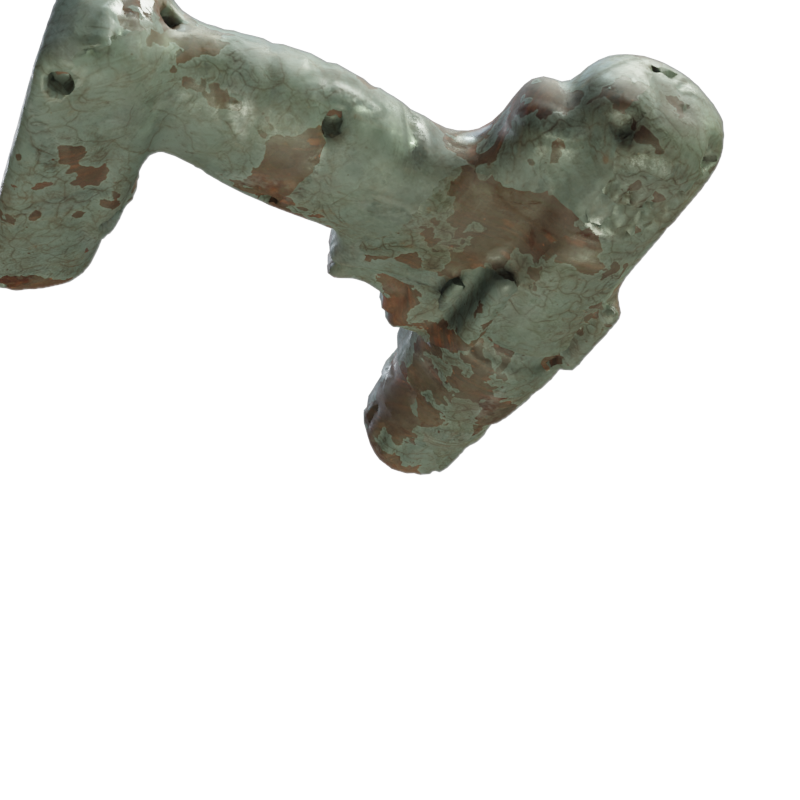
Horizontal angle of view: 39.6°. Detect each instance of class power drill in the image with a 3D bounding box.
[{"bbox_3d":[-0.027,-0.049,0.340,0.182,0.062,0.177,15,-43,-17],"label":"power drill"}]
